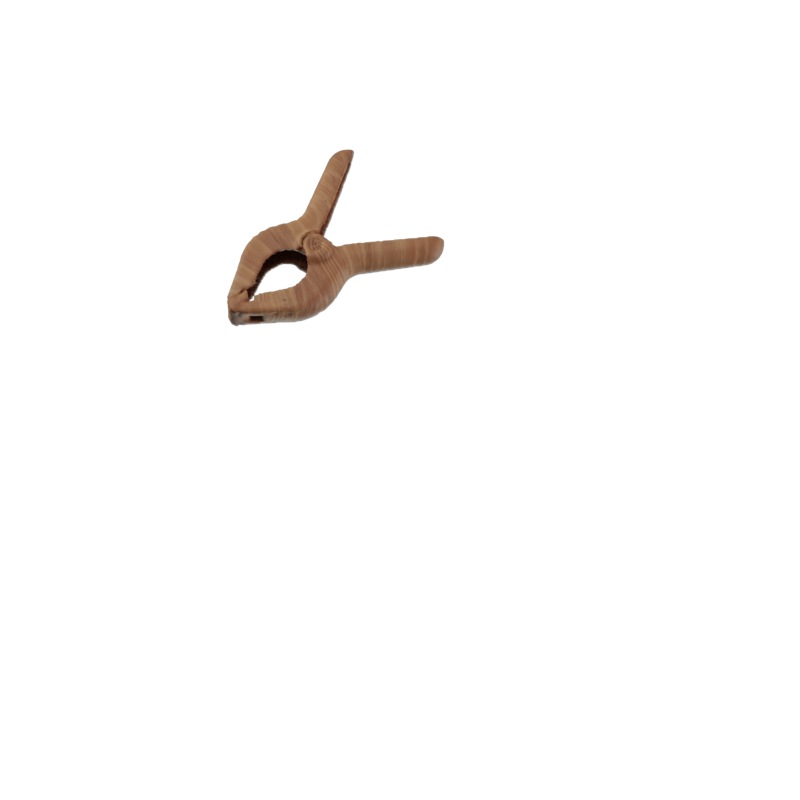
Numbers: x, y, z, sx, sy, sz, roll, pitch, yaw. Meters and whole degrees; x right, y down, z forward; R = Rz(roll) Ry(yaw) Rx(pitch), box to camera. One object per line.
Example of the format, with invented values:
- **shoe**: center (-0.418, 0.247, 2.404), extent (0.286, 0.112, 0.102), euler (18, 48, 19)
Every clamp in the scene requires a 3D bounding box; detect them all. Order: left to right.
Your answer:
- **clamp**: center (-0.066, -0.121, 0.847), extent (0.171, 0.129, 0.037), euler (-28, -30, -18)
